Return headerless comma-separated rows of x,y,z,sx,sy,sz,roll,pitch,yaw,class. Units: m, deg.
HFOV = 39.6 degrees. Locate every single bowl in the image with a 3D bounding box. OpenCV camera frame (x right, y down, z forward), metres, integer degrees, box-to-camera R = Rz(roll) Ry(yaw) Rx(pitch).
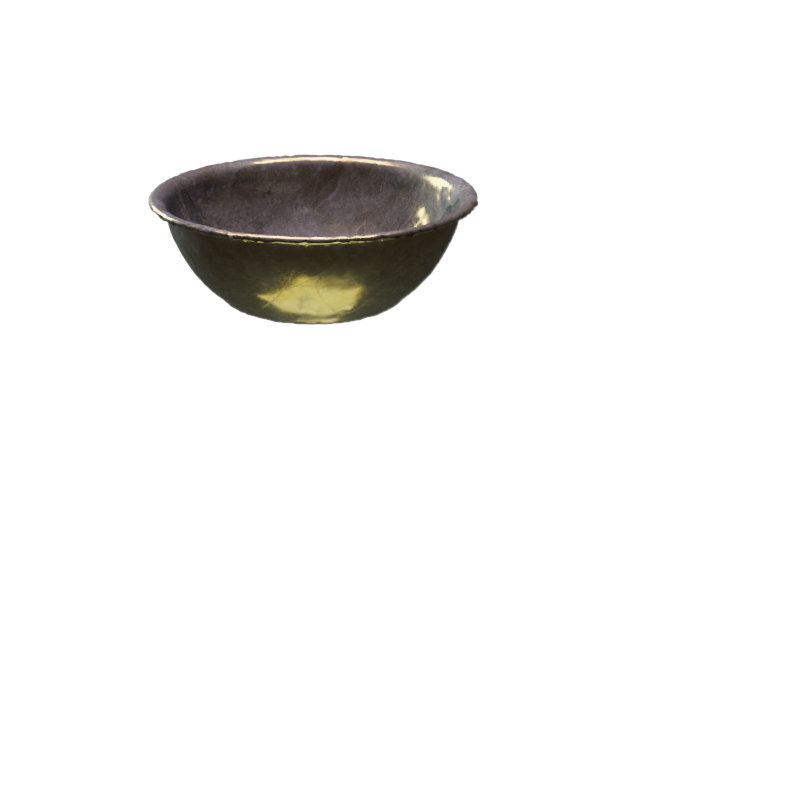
-0.043,-0.079,0.556,0.162,0.053,0.170,-1,24,-2,bowl
